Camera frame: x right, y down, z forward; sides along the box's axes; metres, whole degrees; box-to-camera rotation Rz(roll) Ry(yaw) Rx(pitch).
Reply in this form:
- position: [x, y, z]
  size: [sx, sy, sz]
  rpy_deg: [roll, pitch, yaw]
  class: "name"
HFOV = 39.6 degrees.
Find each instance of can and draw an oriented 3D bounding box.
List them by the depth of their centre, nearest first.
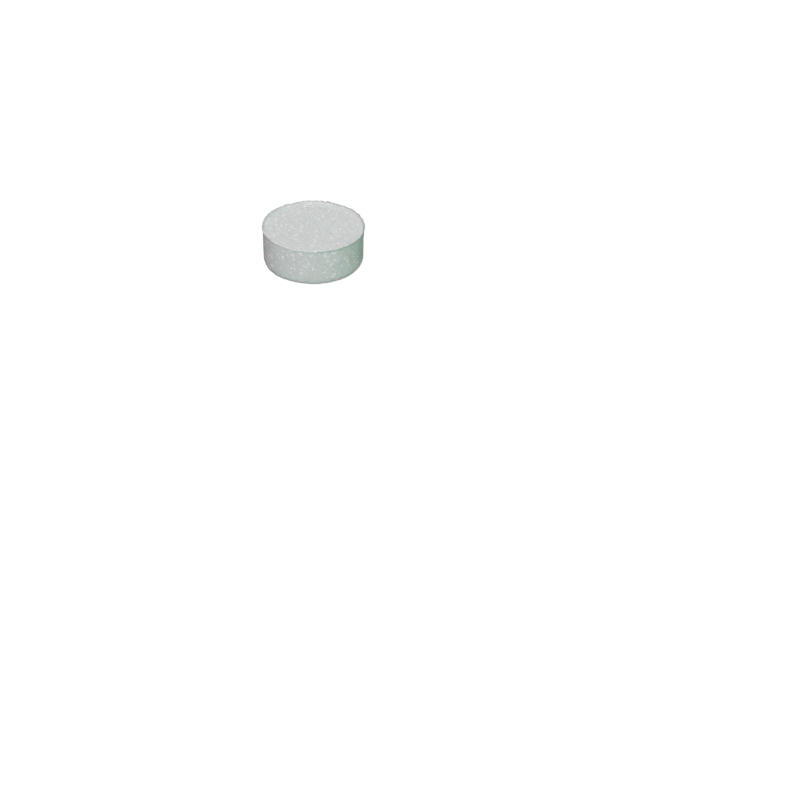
- position: [-0.073, -0.132, 0.927]
  size: [0.086, 0.031, 0.092]
  rpy_deg: [-1, 35, -2]
  class: "can"
